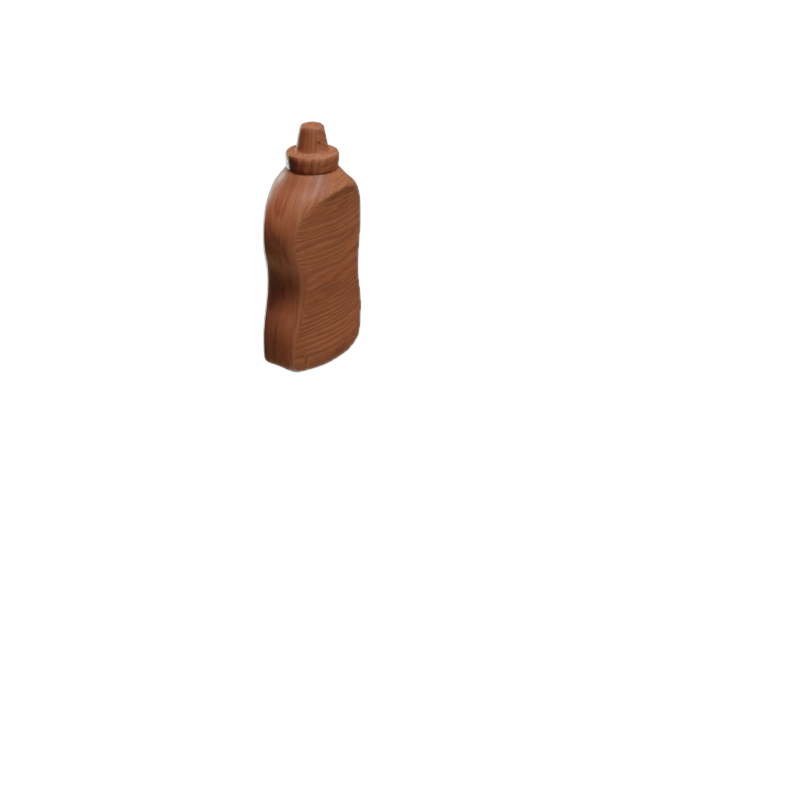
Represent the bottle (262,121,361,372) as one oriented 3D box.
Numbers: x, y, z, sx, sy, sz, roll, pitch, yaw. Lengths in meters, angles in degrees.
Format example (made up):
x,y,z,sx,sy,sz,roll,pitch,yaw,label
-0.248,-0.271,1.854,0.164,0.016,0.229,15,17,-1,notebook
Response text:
x,y,z,sx,sy,sz,roll,pitch,yaw,label
-0.069,-0.125,0.872,0.062,0.182,0.096,19,31,31,bottle
